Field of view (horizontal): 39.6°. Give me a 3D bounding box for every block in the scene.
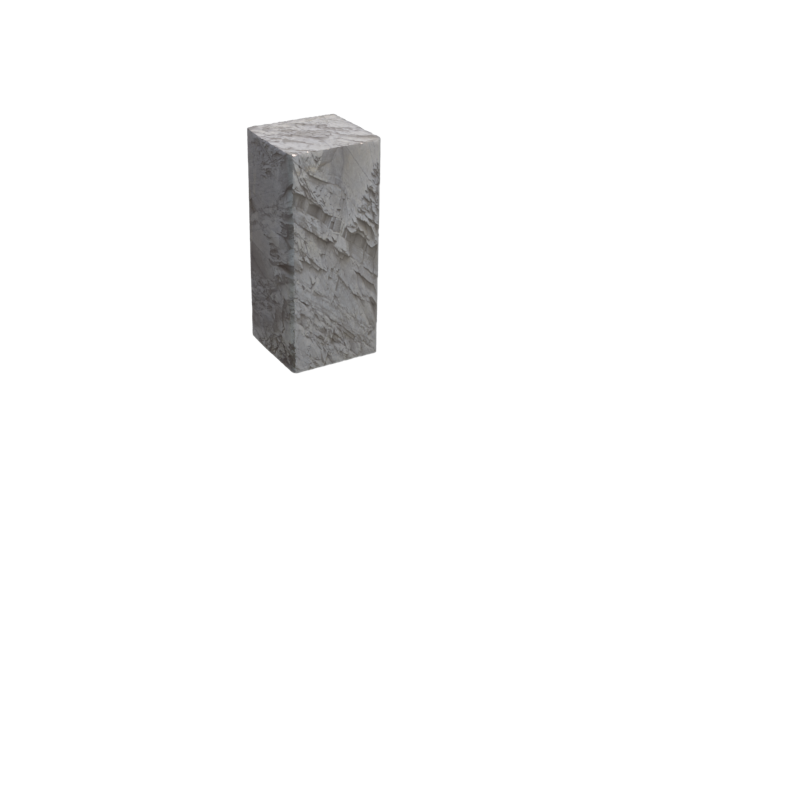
[{"bbox_3d":[-0.078,-0.142,0.997,0.089,0.195,0.097,-13,29,-28],"label":"block"}]
